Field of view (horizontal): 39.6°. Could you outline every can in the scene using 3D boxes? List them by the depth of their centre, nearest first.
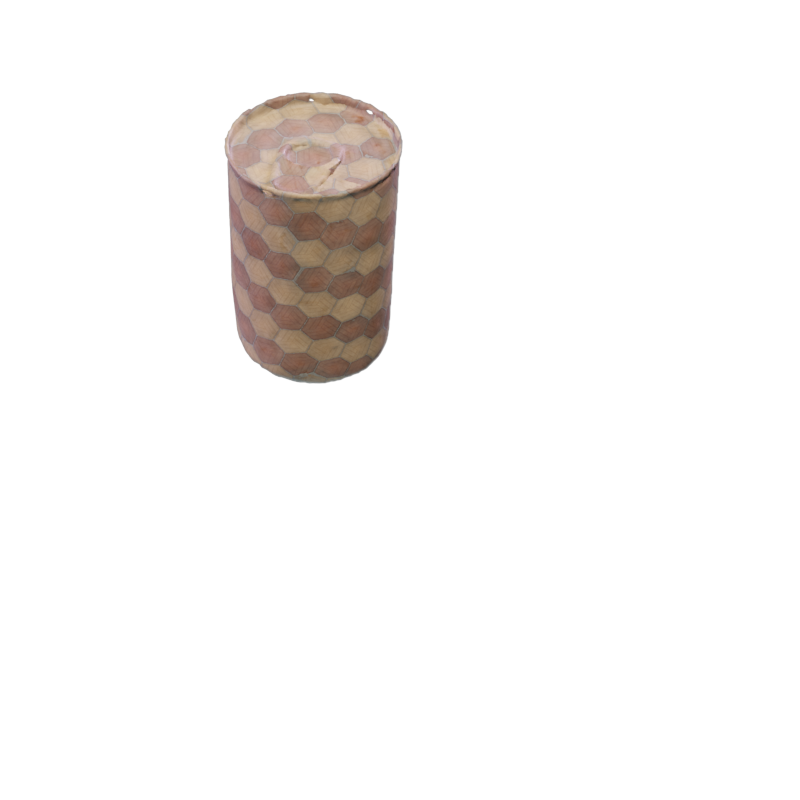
[{"bbox_3d":[-0.036,-0.065,0.455,0.068,0.095,0.074,0,44,-3],"label":"can"}]
